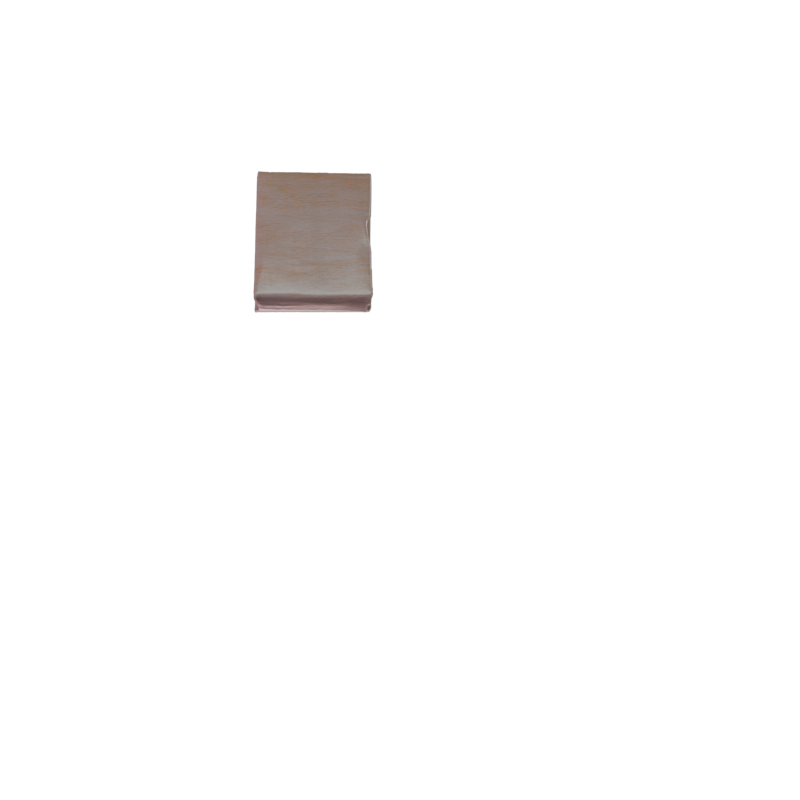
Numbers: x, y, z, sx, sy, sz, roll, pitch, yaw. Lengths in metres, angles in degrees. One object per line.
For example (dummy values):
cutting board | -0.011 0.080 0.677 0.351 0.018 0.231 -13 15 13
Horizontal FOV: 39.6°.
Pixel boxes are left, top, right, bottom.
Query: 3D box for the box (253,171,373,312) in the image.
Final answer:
box | -0.054 -0.099 0.694 0.073 0.094 0.029 0 -25 -1
